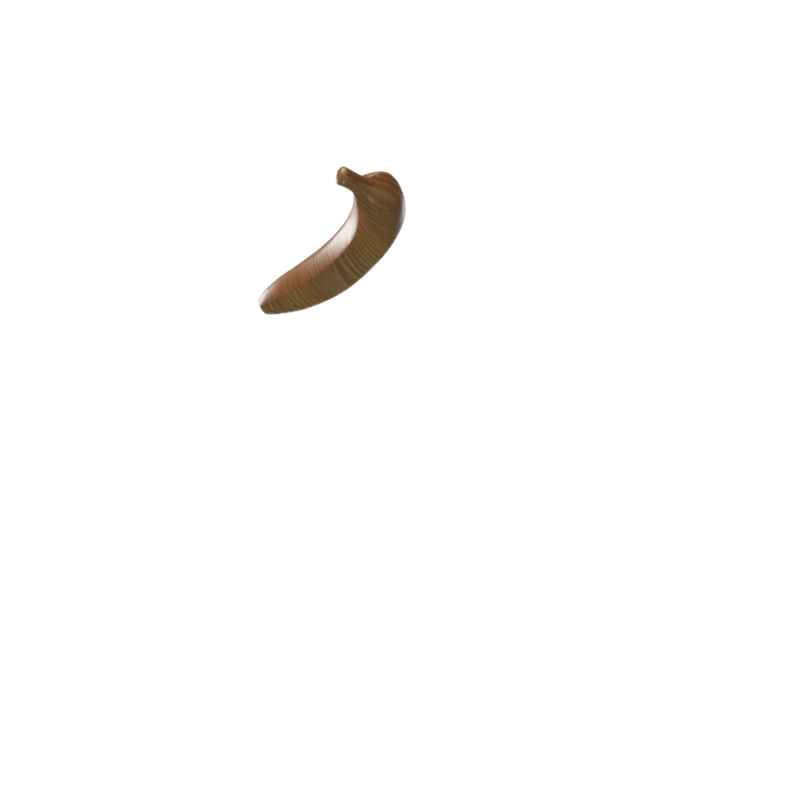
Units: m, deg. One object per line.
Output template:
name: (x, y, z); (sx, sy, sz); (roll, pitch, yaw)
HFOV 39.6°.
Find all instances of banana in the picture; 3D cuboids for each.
banana: (-0.043, -0.111, 0.786); (0.068, 0.039, 0.191); (10, -28, -19)
